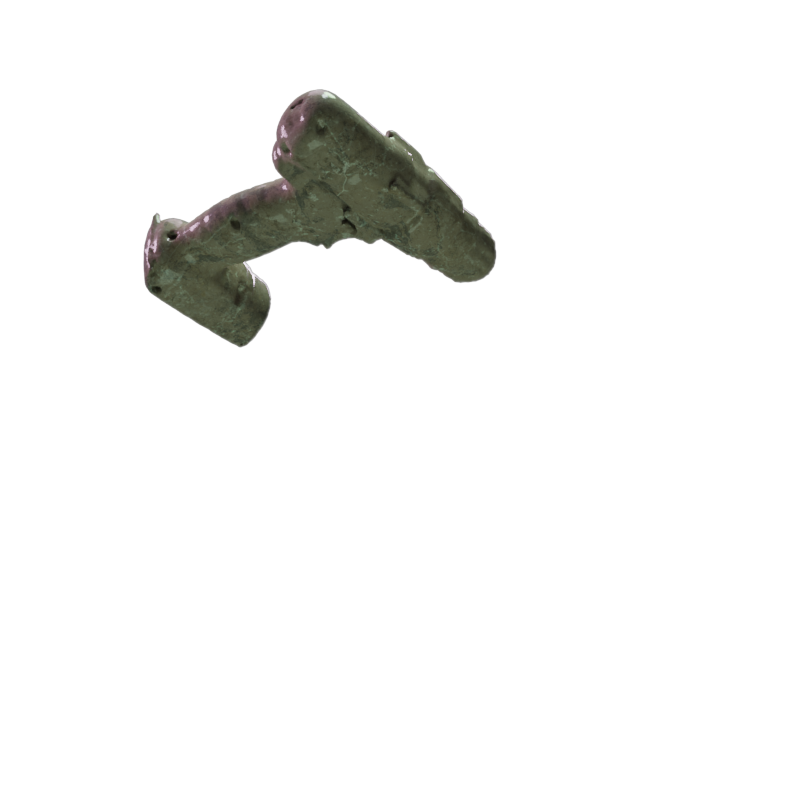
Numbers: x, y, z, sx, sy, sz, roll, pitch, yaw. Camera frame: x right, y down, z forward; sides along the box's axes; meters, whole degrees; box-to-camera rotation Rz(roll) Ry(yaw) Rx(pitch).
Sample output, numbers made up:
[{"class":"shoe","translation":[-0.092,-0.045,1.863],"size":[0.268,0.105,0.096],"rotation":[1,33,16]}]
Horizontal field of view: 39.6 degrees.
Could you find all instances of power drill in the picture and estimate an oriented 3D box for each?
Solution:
[{"class":"power drill","translation":[-0.055,-0.101,0.706],"size":[0.188,0.062,0.172],"rotation":[-26,-44,30]}]
